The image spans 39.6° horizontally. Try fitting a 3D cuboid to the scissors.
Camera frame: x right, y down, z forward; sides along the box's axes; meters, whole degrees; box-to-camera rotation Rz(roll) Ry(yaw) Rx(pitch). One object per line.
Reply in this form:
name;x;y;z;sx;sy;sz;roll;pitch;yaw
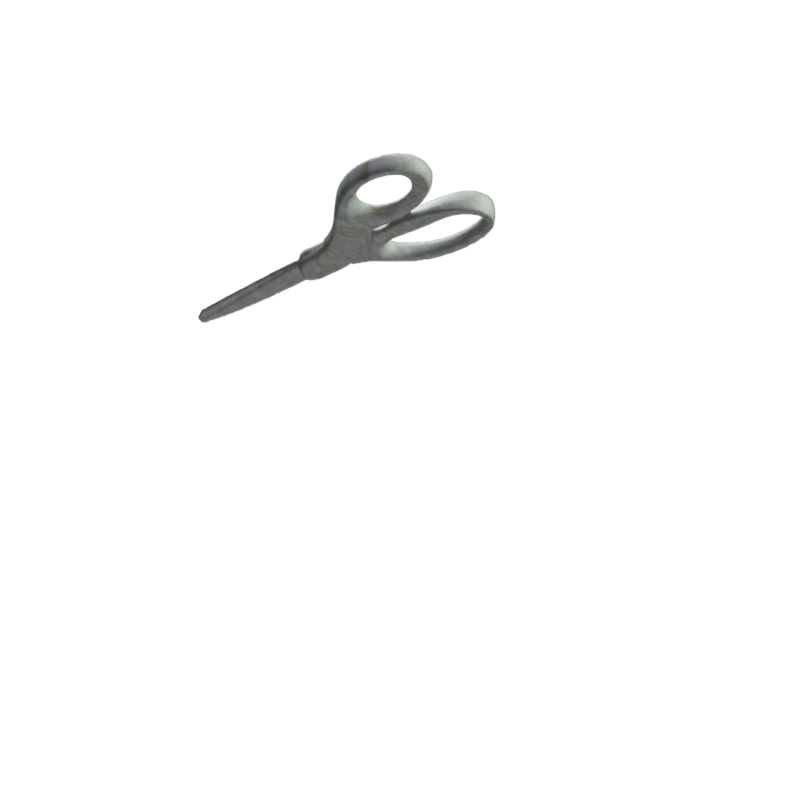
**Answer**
scissors;-0.049;-0.089;0.621;0.204;0.017;0.089;-12;-32;21
